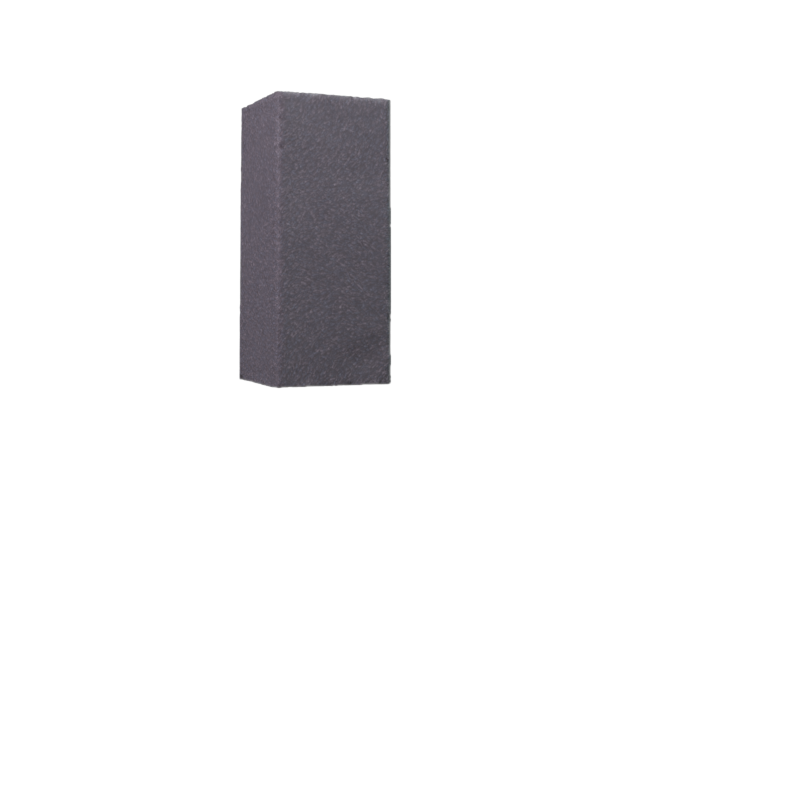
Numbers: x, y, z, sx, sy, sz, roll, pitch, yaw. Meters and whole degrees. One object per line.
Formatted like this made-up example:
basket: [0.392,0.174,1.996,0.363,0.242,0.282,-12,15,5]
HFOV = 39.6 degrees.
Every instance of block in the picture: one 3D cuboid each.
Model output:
block: [-0.064,-0.117,0.822,0.088,0.207,0.092,0,-1,-24]
